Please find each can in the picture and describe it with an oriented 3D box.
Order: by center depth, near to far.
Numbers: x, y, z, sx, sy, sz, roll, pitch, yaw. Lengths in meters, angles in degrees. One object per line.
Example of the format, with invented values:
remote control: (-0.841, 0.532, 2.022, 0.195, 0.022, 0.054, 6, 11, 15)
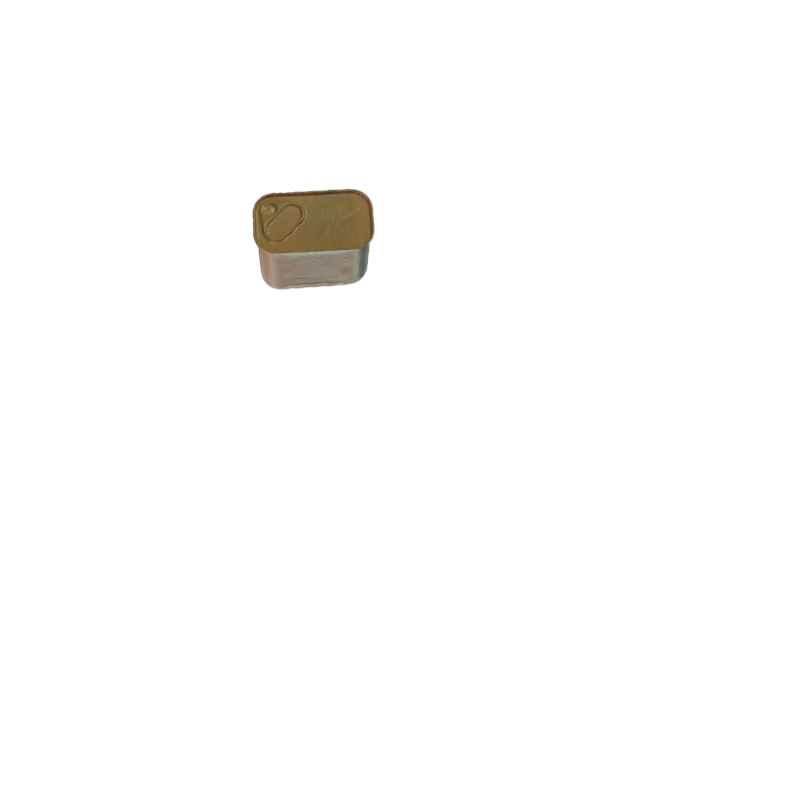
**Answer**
can: (-0.076, -0.138, 0.965, 0.102, 0.061, 0.080, -3, -21, -3)
